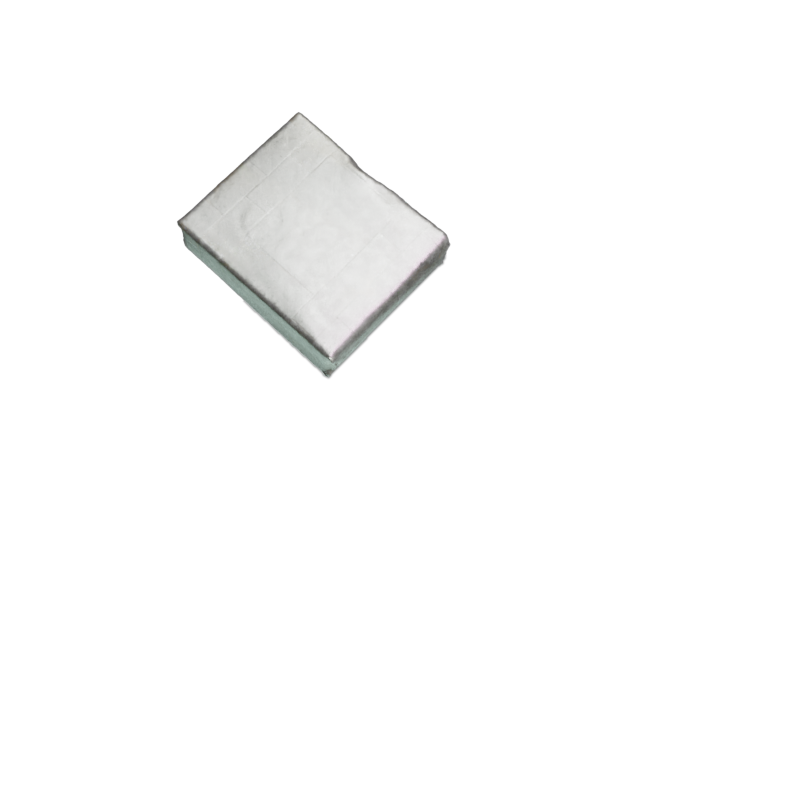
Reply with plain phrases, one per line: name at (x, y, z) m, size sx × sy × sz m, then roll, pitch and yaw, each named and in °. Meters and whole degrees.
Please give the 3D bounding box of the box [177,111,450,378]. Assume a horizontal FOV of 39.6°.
box at (-0.036, -0.066, 0.466) m, size 0.093 × 0.074 × 0.029 m, roll 41°, pitch -16°, yaw 14°
